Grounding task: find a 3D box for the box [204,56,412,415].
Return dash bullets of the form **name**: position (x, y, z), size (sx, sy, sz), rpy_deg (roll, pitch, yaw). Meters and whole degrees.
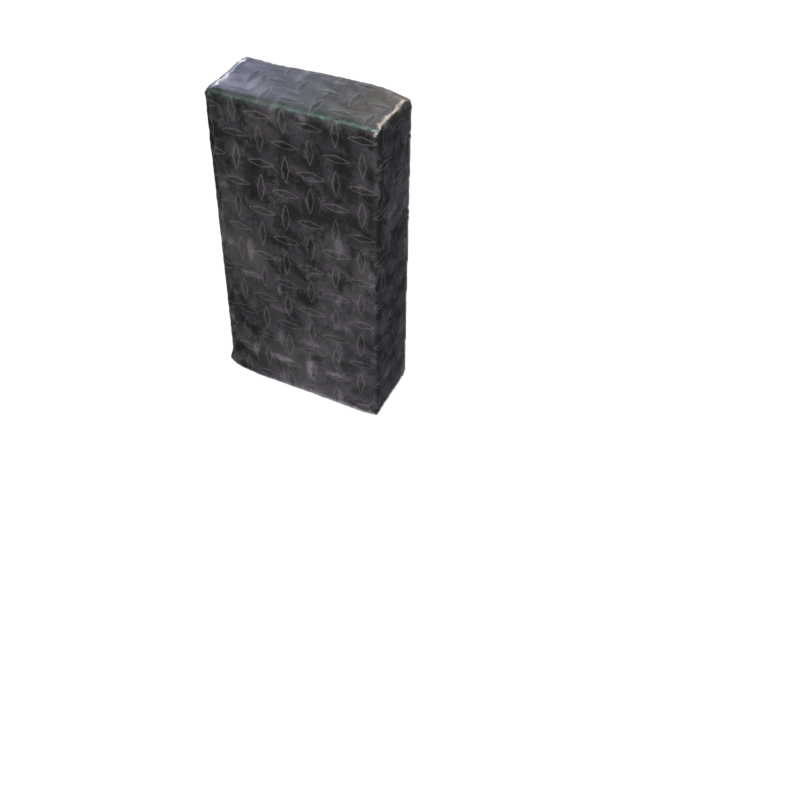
- **box**: position (-0.044, -0.081, 0.563), size (0.097, 0.165, 0.049), rpy_deg (20, 41, 20)
